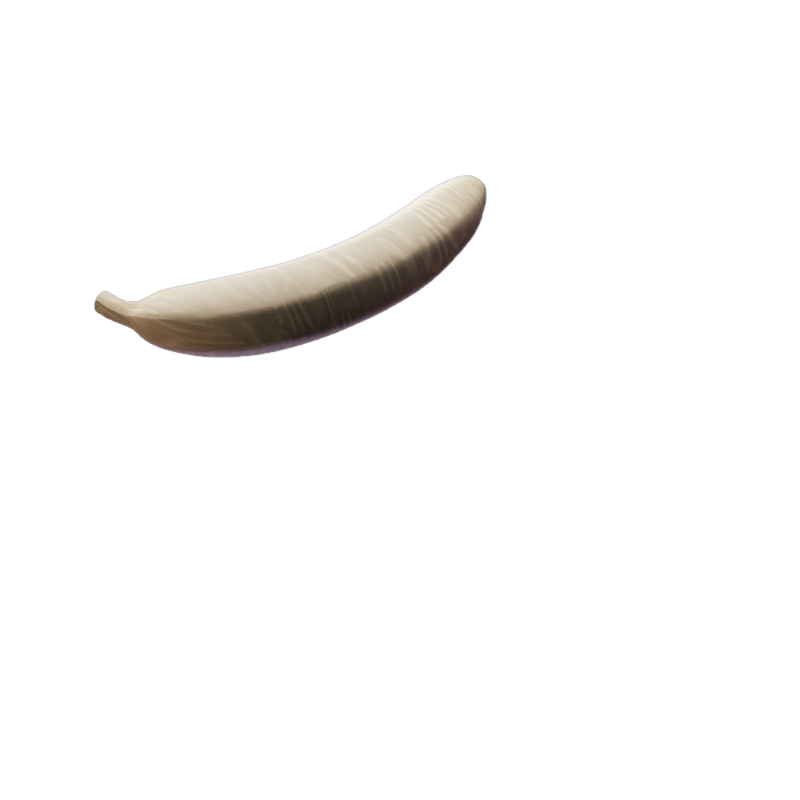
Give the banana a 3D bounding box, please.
[{"bbox_3d":[-0.035,-0.059,0.500,0.196,0.034,0.075,-19,50,-17],"label":"banana"}]
